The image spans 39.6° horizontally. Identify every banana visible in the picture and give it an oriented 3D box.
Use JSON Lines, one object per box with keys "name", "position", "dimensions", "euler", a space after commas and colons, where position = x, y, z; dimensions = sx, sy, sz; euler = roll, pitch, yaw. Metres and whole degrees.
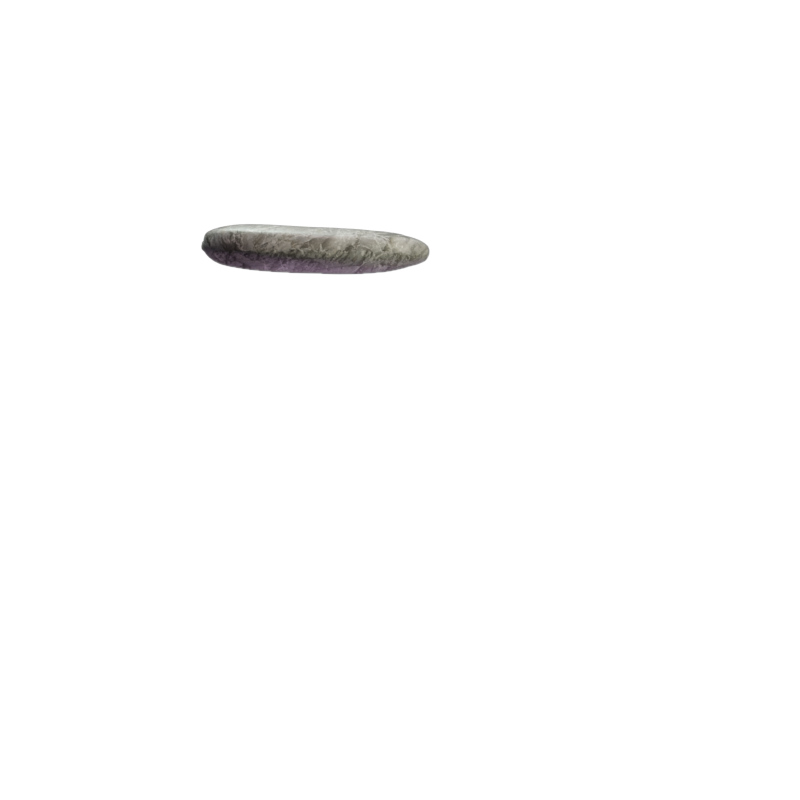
{"name": "banana", "position": [-0.079, -0.124, 0.893], "dimensions": [0.202, 0.035, 0.071], "euler": [5, 19, 15]}
